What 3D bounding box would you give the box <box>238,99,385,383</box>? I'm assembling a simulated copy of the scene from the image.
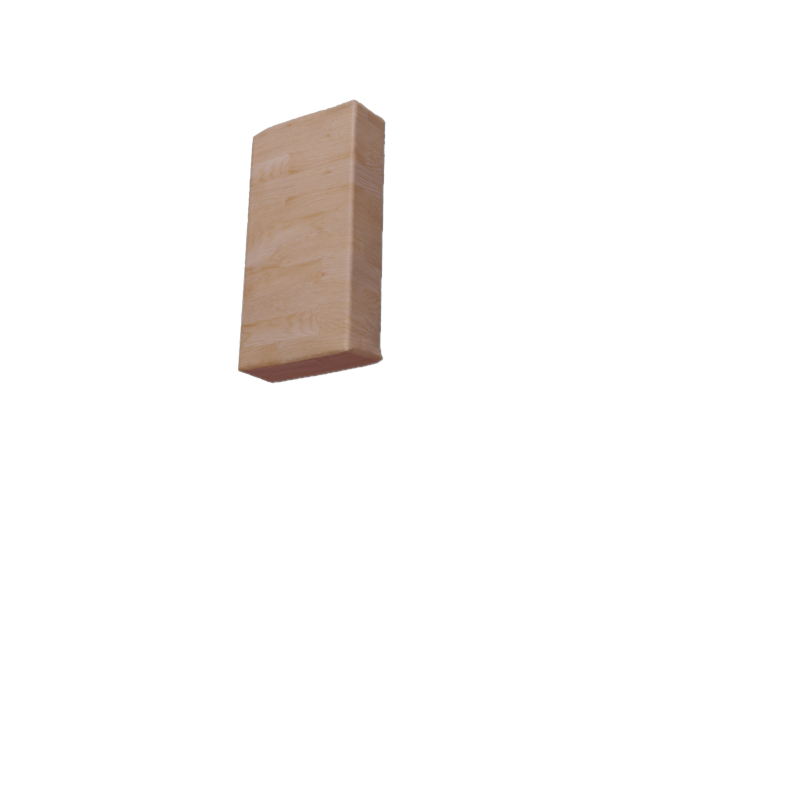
[{"bbox_3d":[-0.059,-0.106,0.744,0.095,0.184,0.045,-13,-22,32],"label":"box"}]
